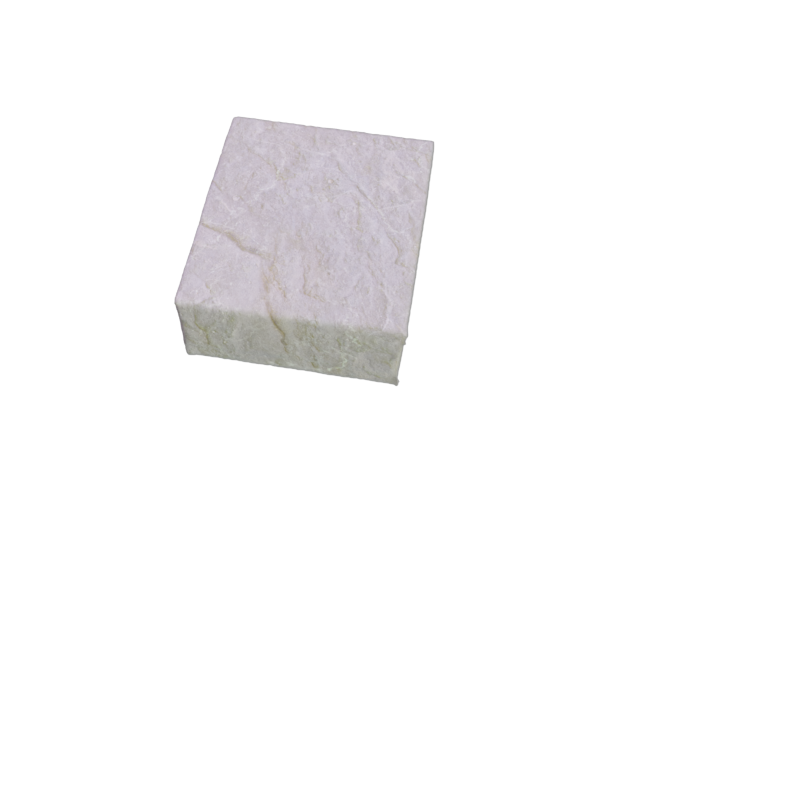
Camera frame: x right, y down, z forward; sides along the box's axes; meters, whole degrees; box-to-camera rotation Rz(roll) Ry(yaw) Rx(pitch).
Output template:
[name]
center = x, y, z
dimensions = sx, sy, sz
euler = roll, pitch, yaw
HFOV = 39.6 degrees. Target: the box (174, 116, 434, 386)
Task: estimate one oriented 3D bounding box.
[box]
center = -0.036, -0.066, 0.460
dimensions = 0.091, 0.121, 0.036
euler = 6, -38, 4
